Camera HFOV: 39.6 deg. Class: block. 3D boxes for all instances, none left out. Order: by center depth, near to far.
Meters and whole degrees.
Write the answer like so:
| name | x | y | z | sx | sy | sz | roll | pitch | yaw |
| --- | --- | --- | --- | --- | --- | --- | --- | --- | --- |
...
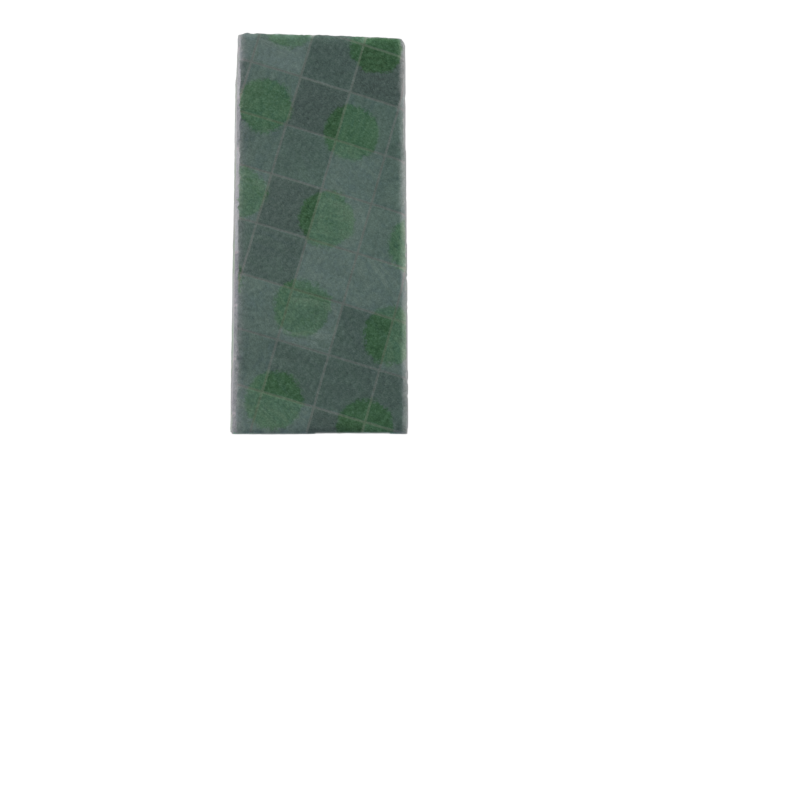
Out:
| name | x | y | z | sx | sy | sz | roll | pitch | yaw |
| --- | --- | --- | --- | --- | --- | --- | --- | --- | --- |
| block | -0.047 | -0.087 | 0.606 | 0.089 | 0.210 | 0.090 | 1 | -8 | -8 |
